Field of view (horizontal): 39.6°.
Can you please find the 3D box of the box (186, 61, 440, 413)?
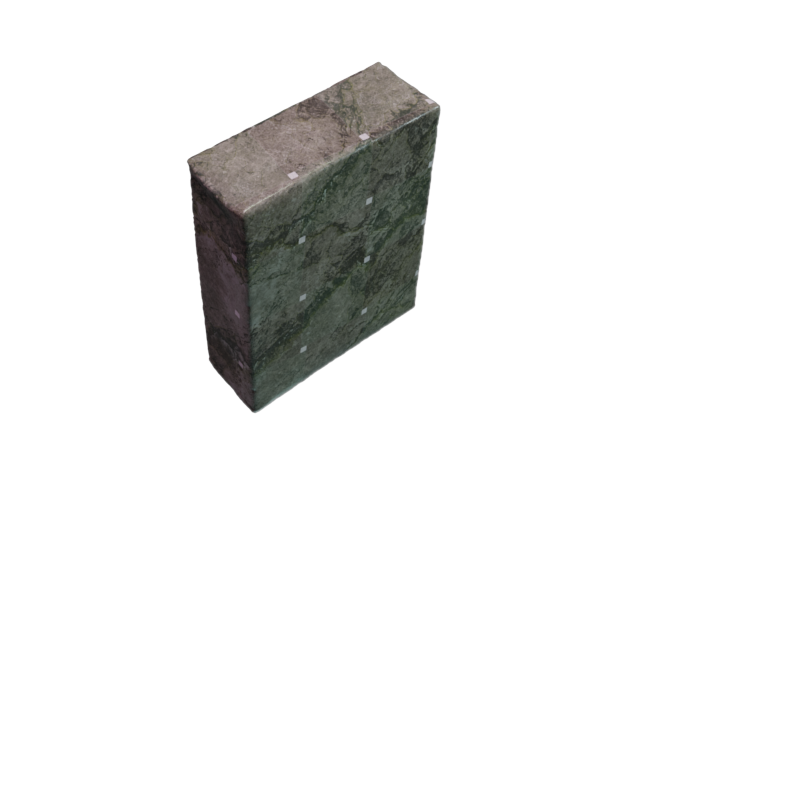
[{"bbox_3d":[-0.061,-0.112,0.785,0.165,0.199,0.077,-34,61,-26],"label":"box"}]
